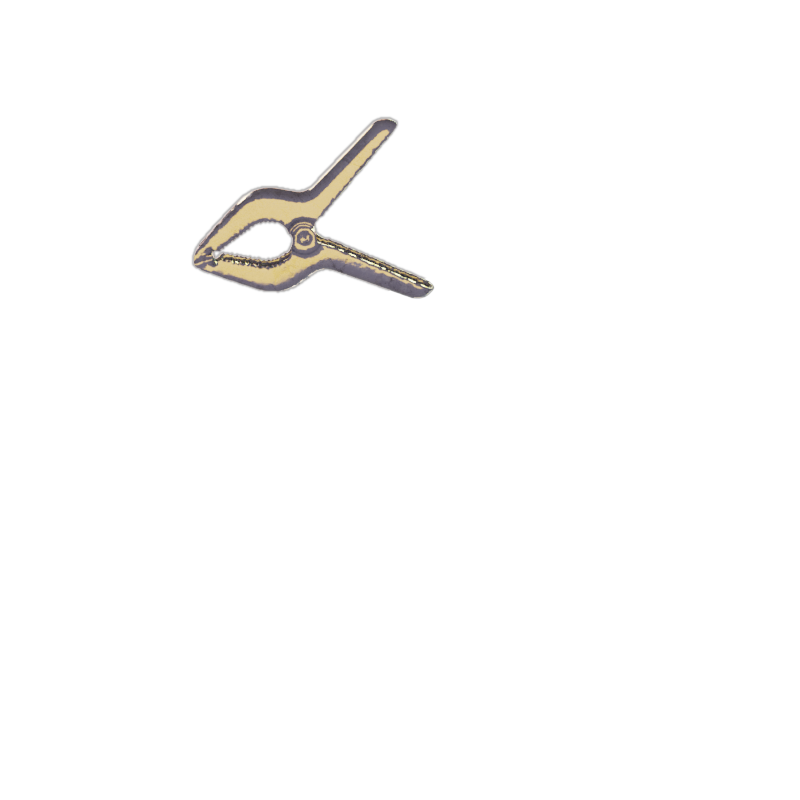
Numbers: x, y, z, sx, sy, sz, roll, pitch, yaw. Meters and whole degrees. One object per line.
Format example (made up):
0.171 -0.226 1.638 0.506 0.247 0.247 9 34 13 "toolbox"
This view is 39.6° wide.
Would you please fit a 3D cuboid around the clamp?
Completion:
-0.077 -0.140 0.983 0.210 0.159 0.038 -19 14 5 "clamp"
